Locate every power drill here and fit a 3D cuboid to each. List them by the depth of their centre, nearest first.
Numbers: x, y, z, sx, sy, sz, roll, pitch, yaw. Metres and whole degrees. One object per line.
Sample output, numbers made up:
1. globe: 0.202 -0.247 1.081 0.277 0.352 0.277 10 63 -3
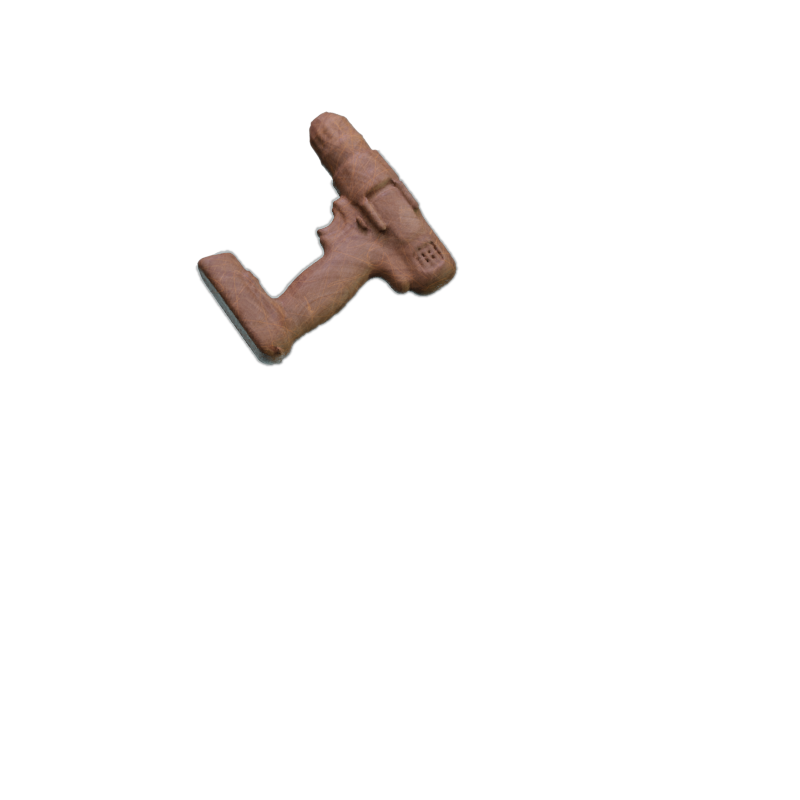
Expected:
1. power drill: -0.073 -0.133 0.928 0.188 0.192 0.055 -34 -15 -10
